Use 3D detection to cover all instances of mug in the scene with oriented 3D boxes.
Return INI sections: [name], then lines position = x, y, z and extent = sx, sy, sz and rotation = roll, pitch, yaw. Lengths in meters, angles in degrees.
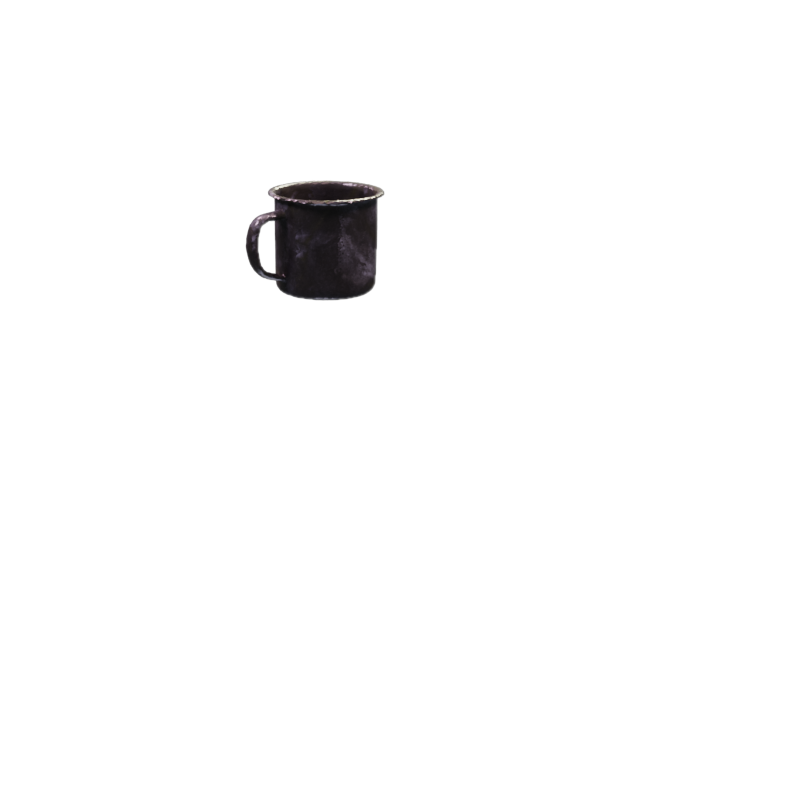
[mug]
position = -0.069, -0.126, 0.886
extent = 0.114, 0.079, 0.099
rotation = -12, 22, -34
